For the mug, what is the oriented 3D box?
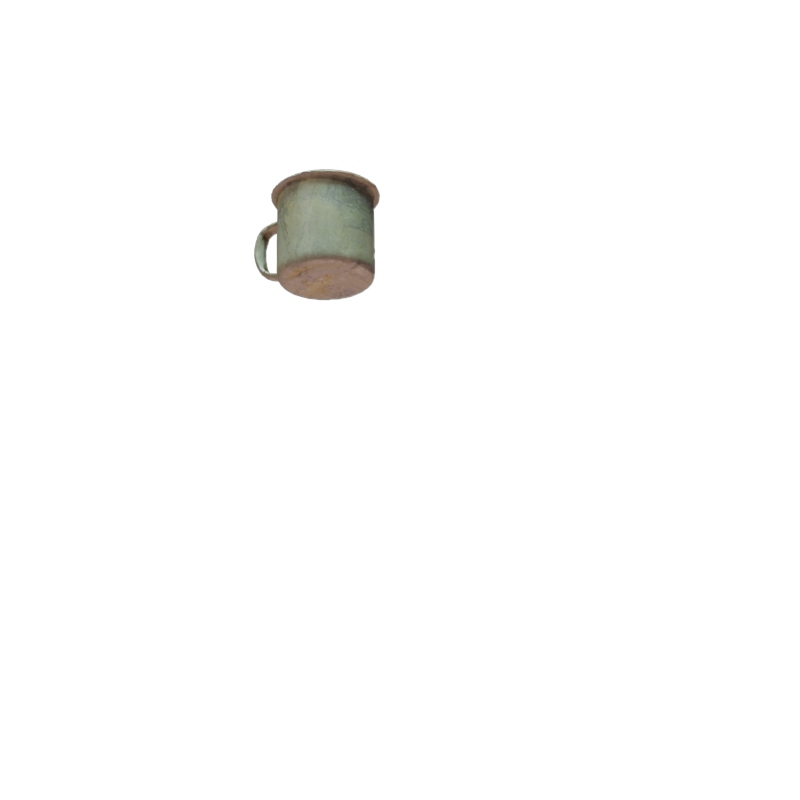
[{"bbox_3d":[-0.073,-0.133,0.934,0.119,0.086,0.087,-12,-25,25],"label":"mug"}]
